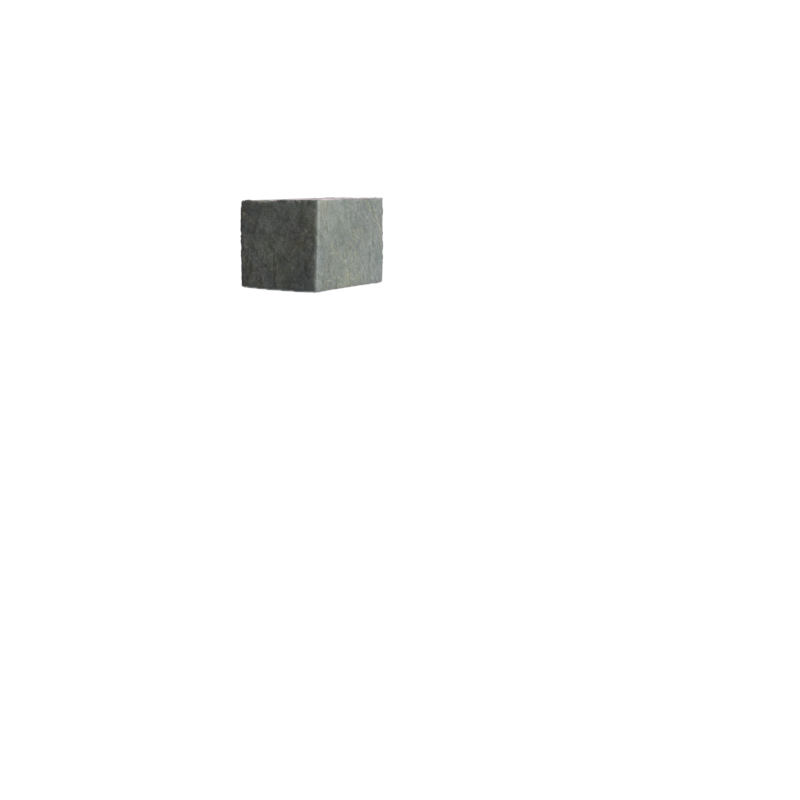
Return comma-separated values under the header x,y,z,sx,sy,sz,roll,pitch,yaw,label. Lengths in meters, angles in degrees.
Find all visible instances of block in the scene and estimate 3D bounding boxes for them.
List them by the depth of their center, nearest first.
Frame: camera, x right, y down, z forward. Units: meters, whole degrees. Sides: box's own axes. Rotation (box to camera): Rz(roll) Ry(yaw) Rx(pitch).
x,y,z,sx,sy,sz,roll,pitch,yaw,label
-0.050,-0.092,0.643,0.055,0.051,0.076,4,10,28,block
